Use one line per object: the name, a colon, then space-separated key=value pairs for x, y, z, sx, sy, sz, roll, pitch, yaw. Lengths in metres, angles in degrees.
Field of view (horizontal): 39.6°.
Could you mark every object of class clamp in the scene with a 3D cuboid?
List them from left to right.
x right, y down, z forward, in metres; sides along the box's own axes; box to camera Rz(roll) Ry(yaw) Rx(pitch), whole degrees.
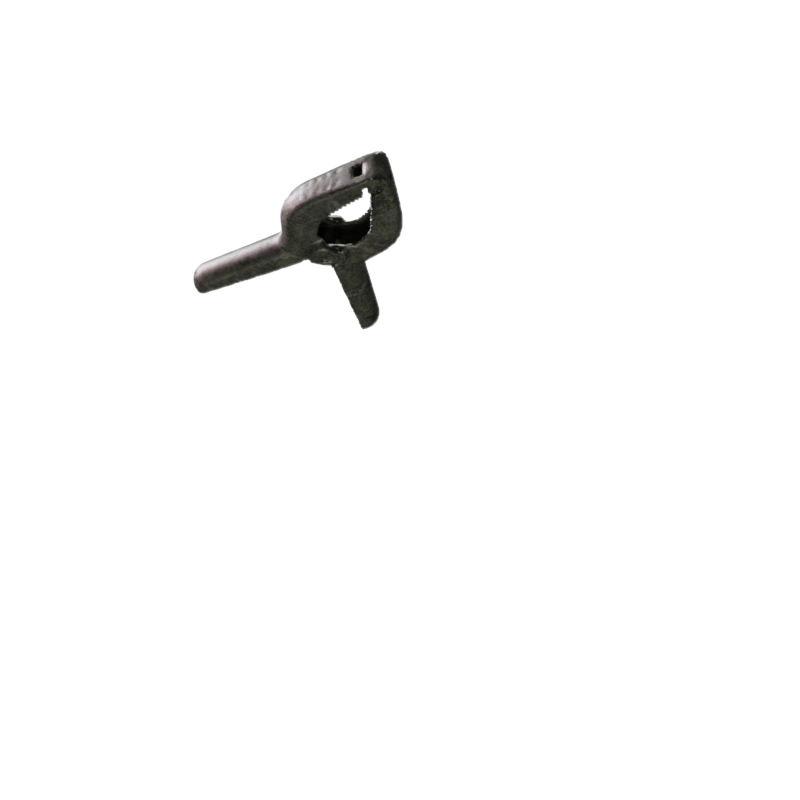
clamp: x=-0.068 y=-0.125 z=0.872 sx=0.161 sy=0.039 sz=0.201 roll=9 pitch=-30 yaw=-15
